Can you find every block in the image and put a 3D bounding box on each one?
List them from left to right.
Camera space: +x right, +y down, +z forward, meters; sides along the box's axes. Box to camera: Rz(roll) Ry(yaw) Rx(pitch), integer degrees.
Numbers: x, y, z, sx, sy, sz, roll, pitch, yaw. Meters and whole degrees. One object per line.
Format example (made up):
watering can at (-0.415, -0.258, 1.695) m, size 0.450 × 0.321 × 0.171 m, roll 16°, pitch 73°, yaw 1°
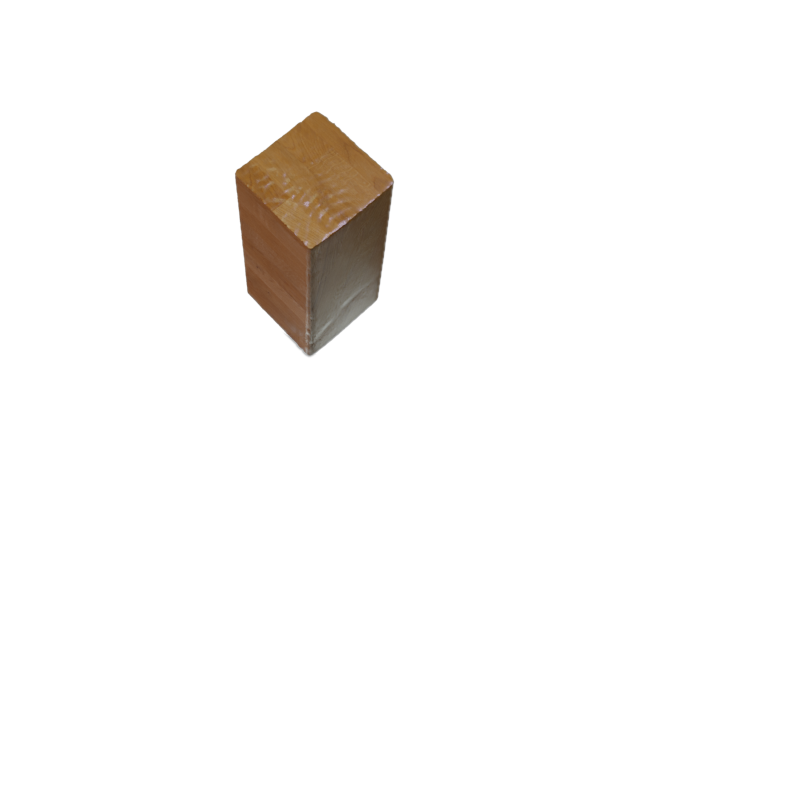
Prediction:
block at (-0.072, -0.132, 0.925) m, size 0.091 × 0.095 × 0.195 m, roll -40°, pitch -15°, yaw -18°
